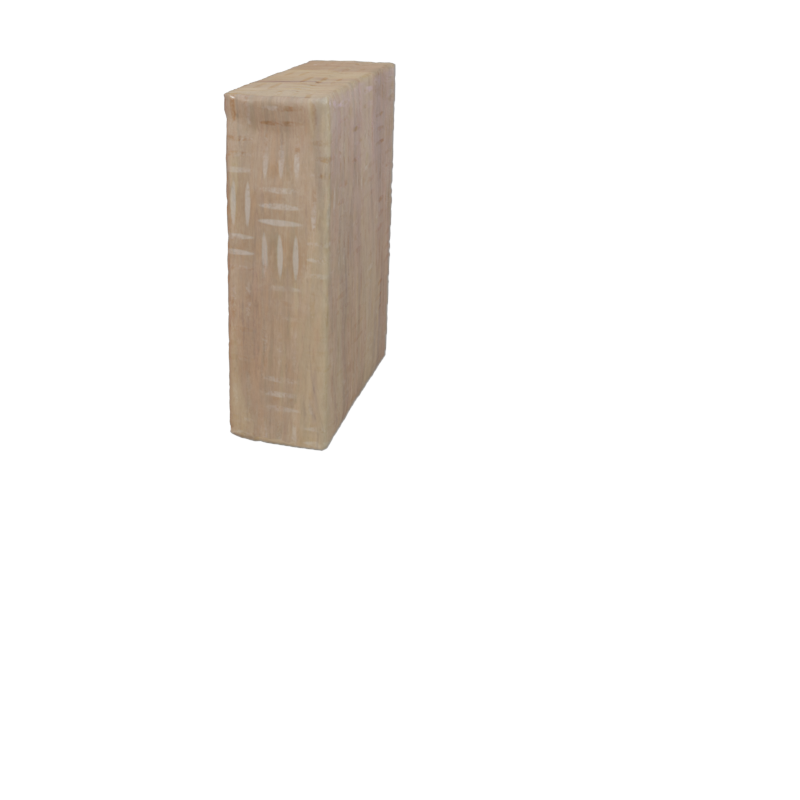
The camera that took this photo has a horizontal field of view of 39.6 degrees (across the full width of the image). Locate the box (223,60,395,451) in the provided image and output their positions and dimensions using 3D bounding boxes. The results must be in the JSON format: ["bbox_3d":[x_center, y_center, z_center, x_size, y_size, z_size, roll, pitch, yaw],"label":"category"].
[{"bbox_3d":[-0.056,-0.101,0.709,0.073,0.205,0.168,5,19,12],"label":"box"}]
